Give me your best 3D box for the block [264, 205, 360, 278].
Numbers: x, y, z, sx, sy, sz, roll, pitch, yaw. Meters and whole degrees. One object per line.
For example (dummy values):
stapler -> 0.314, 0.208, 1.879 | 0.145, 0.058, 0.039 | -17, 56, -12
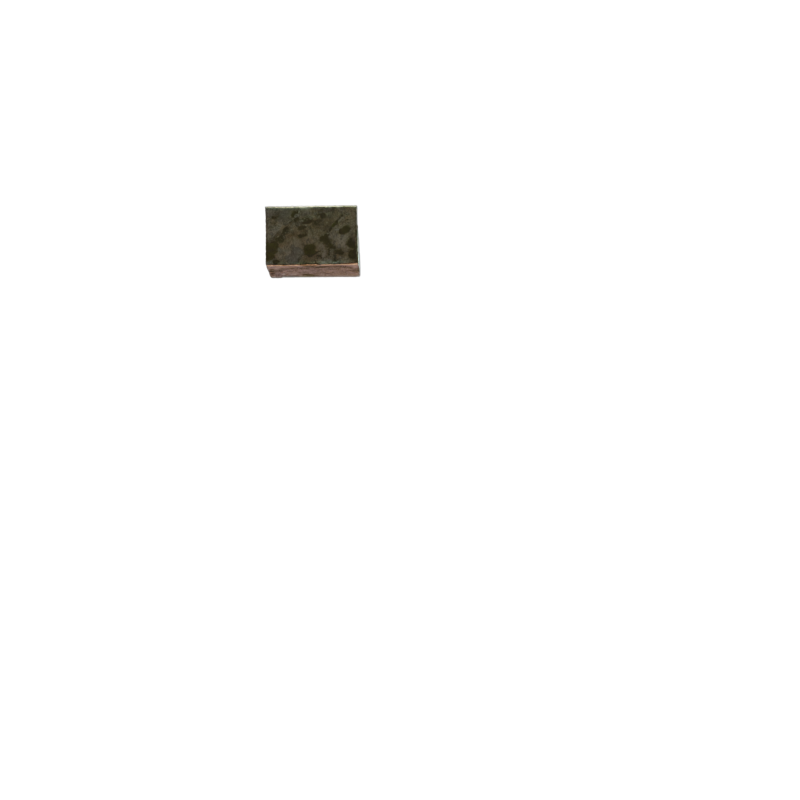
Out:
block -> -0.072, -0.131, 0.921 | 0.078, 0.053, 0.051 | 0, -9, 1
